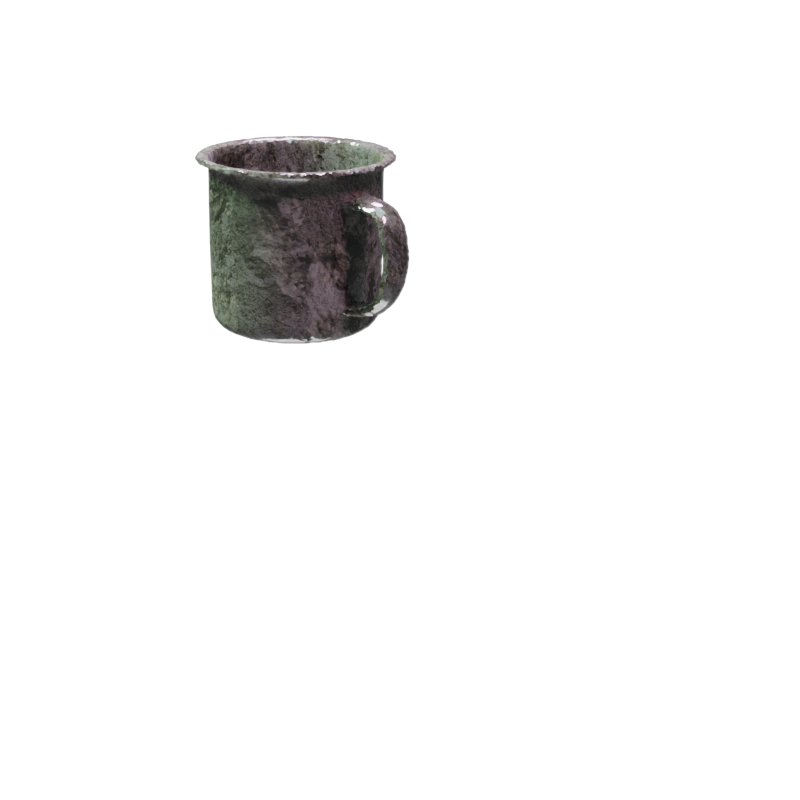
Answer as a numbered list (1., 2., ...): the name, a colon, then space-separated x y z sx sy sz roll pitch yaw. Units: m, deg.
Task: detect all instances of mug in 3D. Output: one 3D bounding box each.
1. mug: -0.041 -0.074 0.519 0.124 0.078 0.092 20 27 41
